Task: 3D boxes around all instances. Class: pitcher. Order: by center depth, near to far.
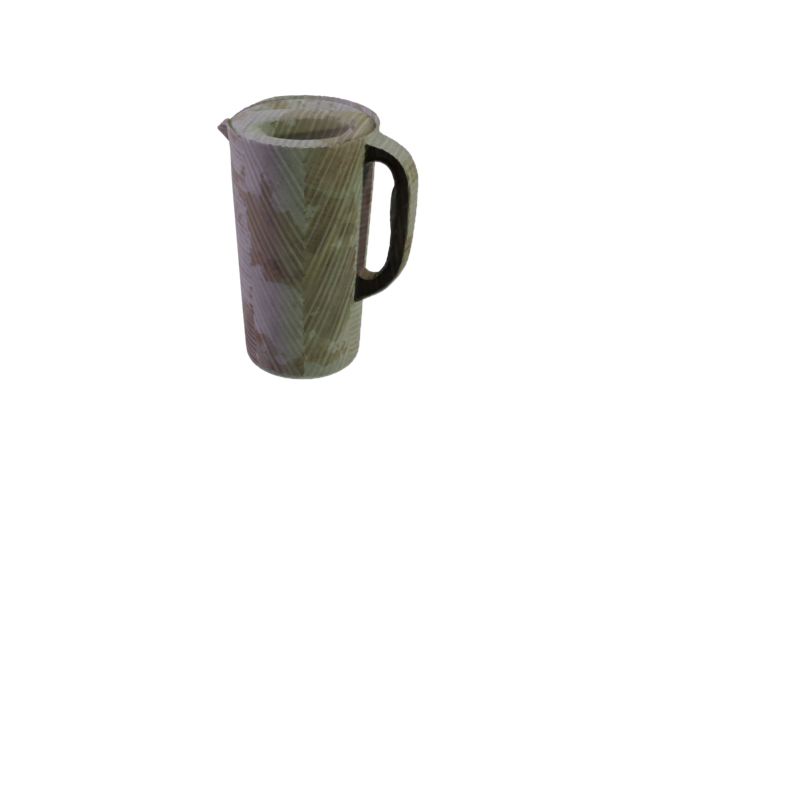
[{"bbox_3d":[-0.078,-0.142,0.997,0.142,0.229,0.161,-10,31,-20],"label":"pitcher"}]
